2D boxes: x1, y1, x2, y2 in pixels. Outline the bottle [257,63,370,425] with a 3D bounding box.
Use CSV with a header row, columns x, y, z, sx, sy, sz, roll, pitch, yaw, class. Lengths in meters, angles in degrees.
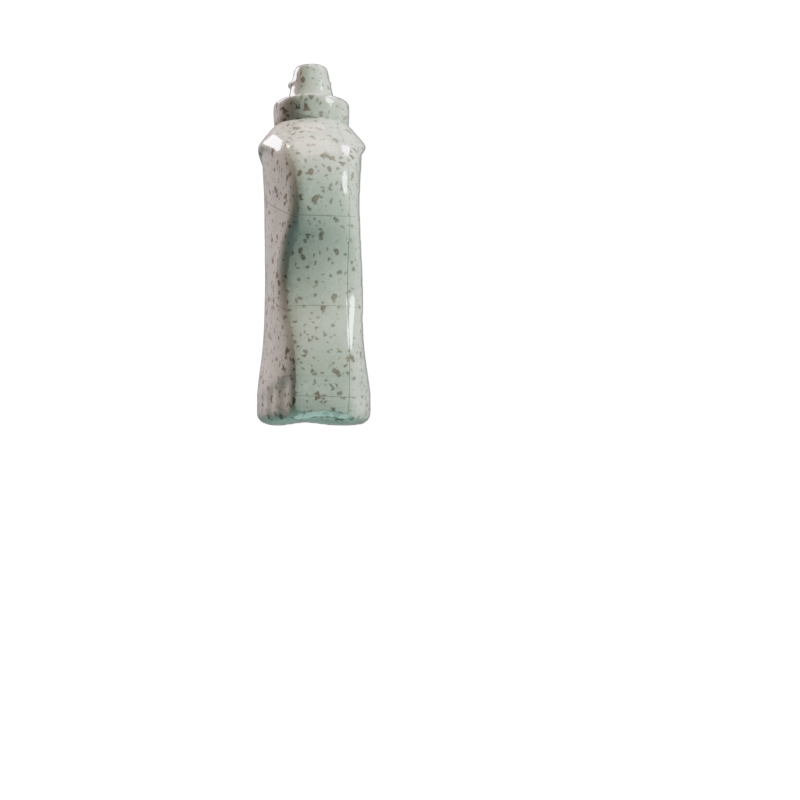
x,y,z,sx,sy,sz,roll,pitch,yaw,class
-0.046,-0.084,0.586,0.058,0.196,0.095,1,-8,-8,bottle
